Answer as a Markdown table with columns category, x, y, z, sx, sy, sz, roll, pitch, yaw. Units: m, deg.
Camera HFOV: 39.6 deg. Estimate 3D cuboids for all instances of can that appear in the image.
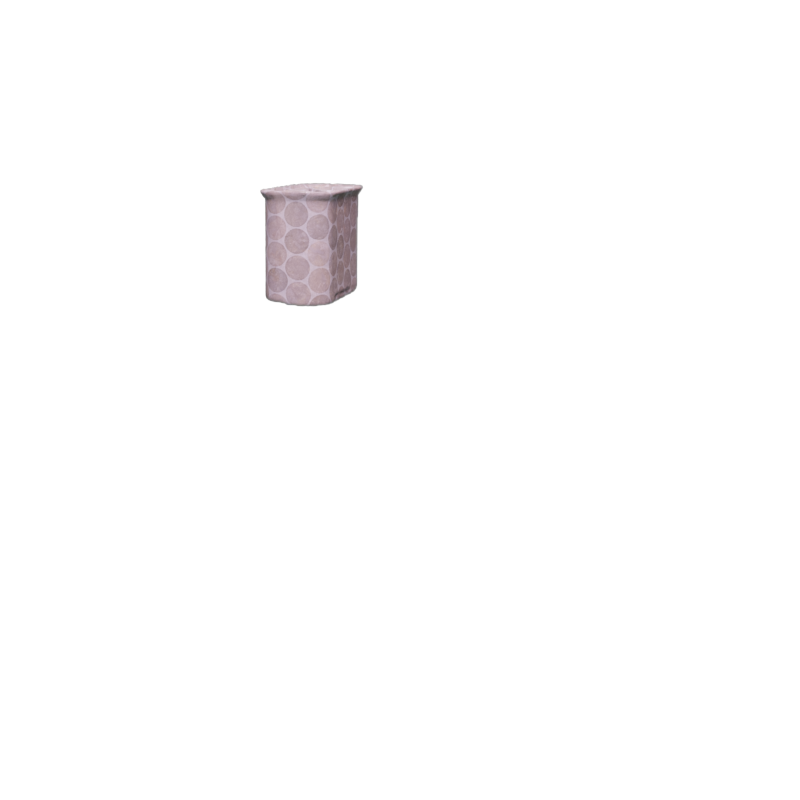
| category | x | y | z | sx | sy | sz | roll | pitch | yaw |
| --- | --- | --- | --- | --- | --- | --- | --- | --- | --- |
| can | -0.066 | -0.120 | 0.844 | 0.059 | 0.082 | 0.102 | 3 | 12 | 16 |
